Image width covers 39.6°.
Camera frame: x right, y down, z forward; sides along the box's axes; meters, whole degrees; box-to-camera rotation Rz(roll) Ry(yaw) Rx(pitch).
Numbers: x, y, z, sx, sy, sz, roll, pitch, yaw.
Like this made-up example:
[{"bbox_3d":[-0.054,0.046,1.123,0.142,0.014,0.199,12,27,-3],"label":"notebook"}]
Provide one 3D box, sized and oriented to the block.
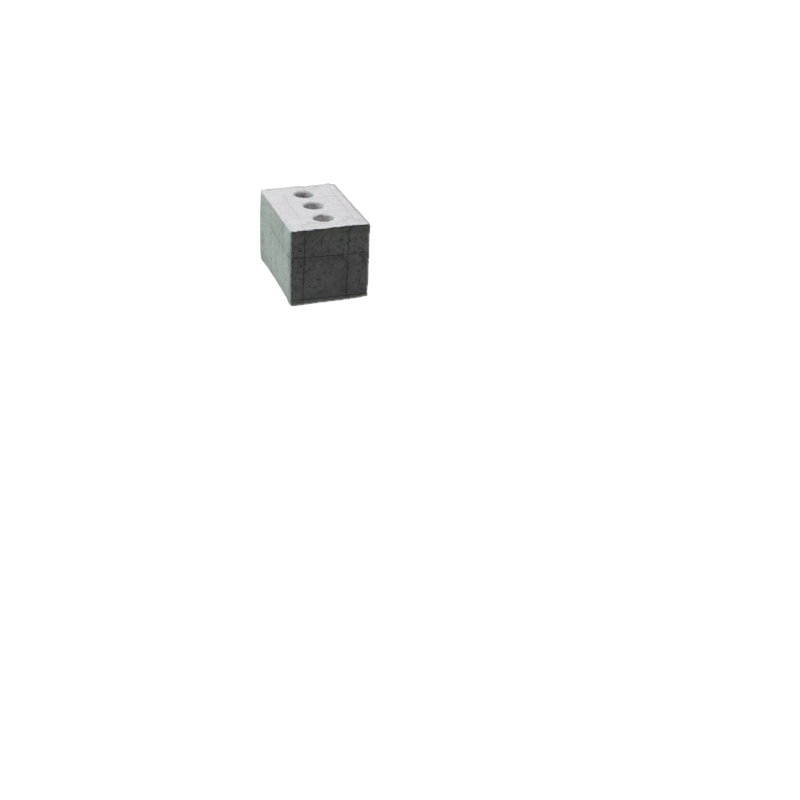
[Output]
[{"bbox_3d":[-0.056,-0.101,0.711,0.052,0.048,0.084,-8,29,-18],"label":"block"}]
